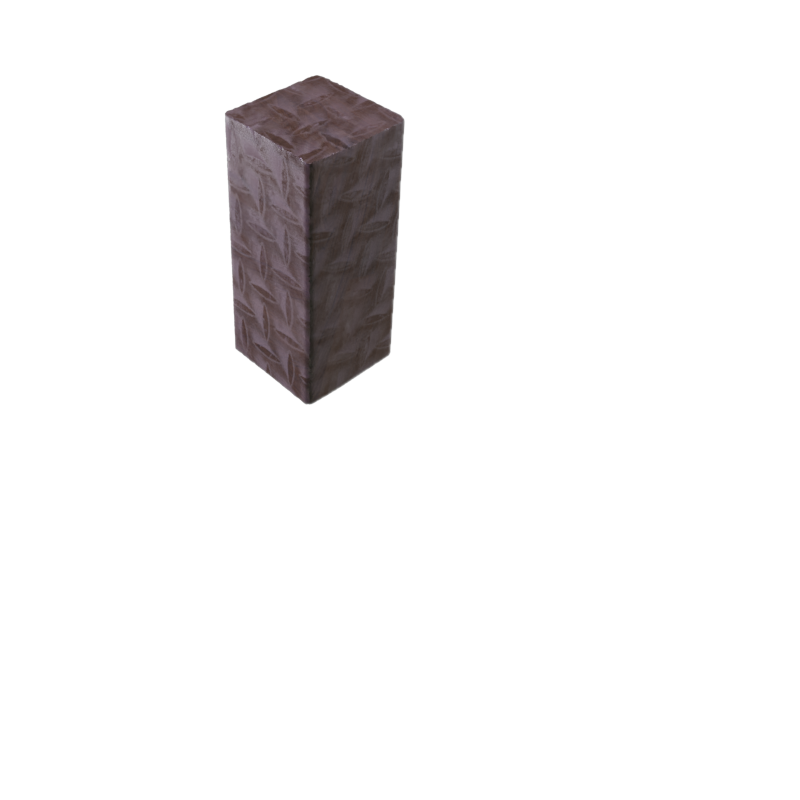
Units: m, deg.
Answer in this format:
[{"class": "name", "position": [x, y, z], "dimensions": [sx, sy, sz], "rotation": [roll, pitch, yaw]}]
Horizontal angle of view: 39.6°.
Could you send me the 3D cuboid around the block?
[{"class": "block", "position": [-0.062, -0.114, 0.798], "dimensions": [0.090, 0.193, 0.097], "rotation": [-29, 48, -34]}]
